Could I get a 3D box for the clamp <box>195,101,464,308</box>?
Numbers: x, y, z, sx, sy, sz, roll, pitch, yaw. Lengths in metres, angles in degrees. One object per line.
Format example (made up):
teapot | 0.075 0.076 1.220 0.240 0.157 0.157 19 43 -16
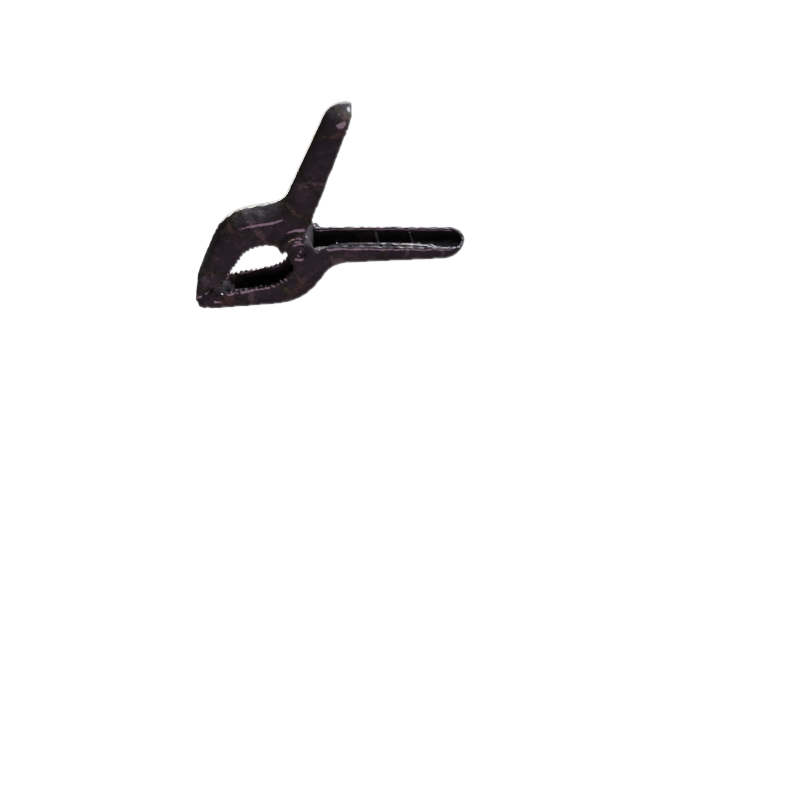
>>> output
clamp | -0.067 -0.122 0.855 0.209 0.039 0.154 -32 -53 27
